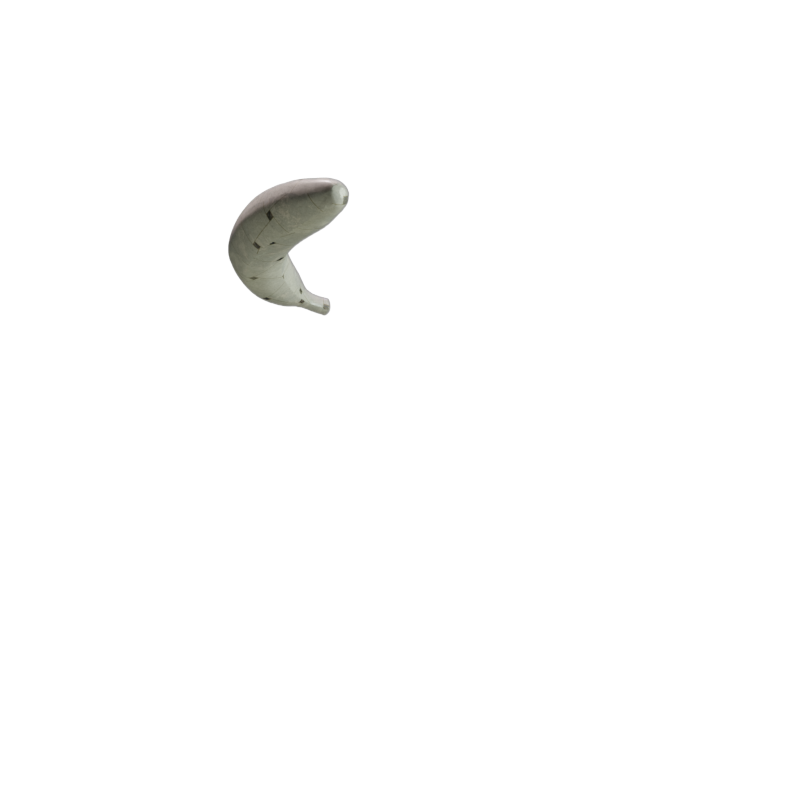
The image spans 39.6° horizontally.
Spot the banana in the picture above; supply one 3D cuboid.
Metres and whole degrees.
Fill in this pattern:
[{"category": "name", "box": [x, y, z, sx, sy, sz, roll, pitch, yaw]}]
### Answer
[{"category": "banana", "box": [-0.073, -0.097, 0.689, 0.069, 0.038, 0.191, 1, -13, -6]}]
